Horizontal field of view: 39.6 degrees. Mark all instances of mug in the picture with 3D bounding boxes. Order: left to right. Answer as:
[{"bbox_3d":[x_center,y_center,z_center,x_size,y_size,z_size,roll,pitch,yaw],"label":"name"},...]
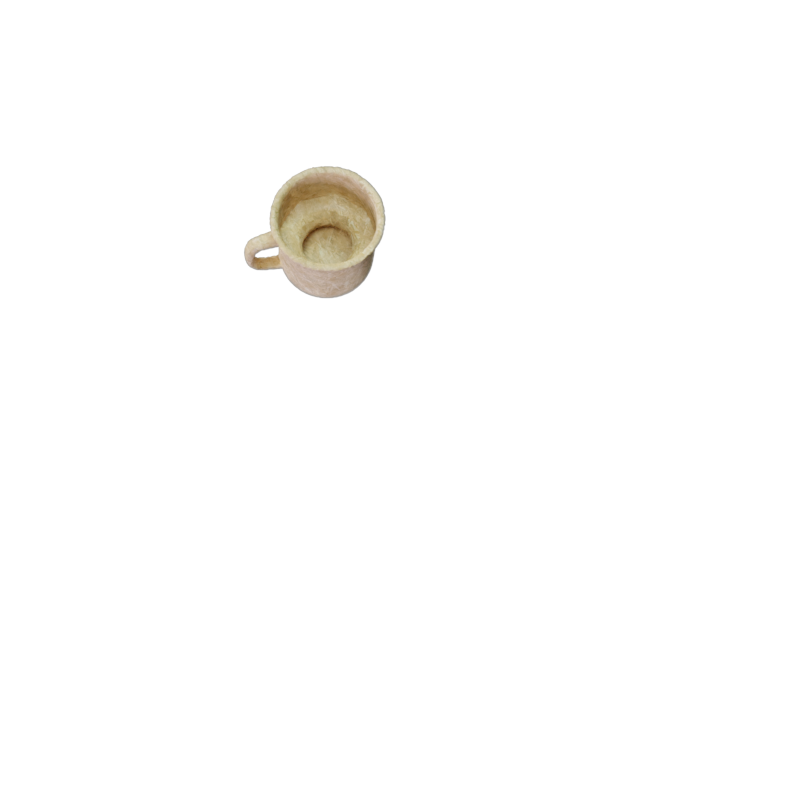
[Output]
[{"bbox_3d":[-0.072,-0.131,0.921,0.116,0.098,0.078,-18,-19,-8],"label":"mug"}]
